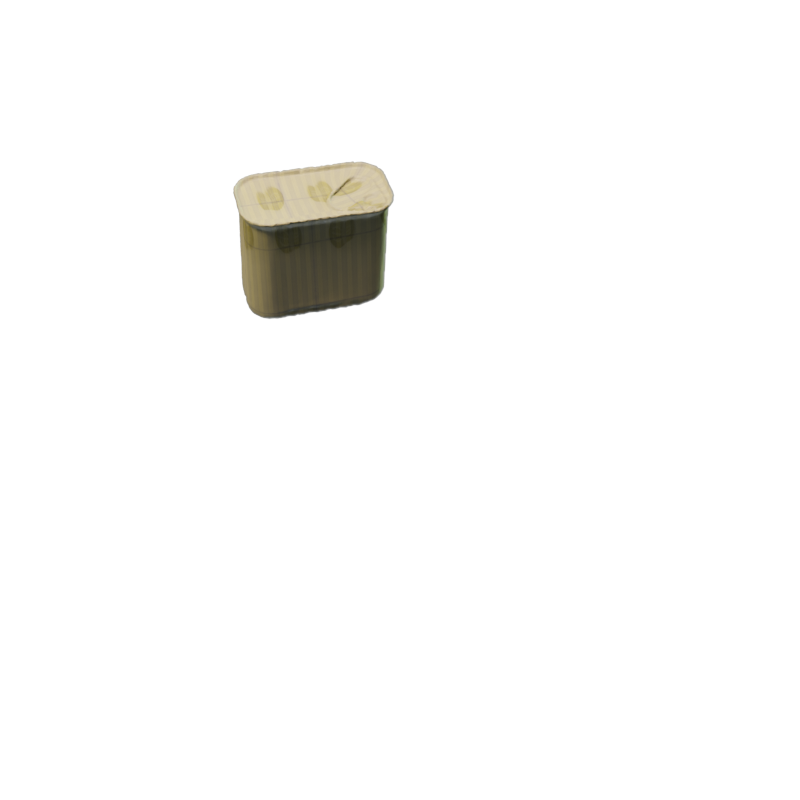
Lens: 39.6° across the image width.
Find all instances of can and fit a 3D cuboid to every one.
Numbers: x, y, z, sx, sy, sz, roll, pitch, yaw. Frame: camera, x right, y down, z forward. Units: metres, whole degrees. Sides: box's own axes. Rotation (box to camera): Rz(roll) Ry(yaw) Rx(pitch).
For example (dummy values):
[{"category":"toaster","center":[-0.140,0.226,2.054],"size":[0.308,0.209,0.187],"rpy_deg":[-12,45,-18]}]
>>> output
[{"category":"can","center":[-0.058,-0.106,0.744],"size":[0.101,0.078,0.062],"rpy_deg":[-9,43,-11]}]
